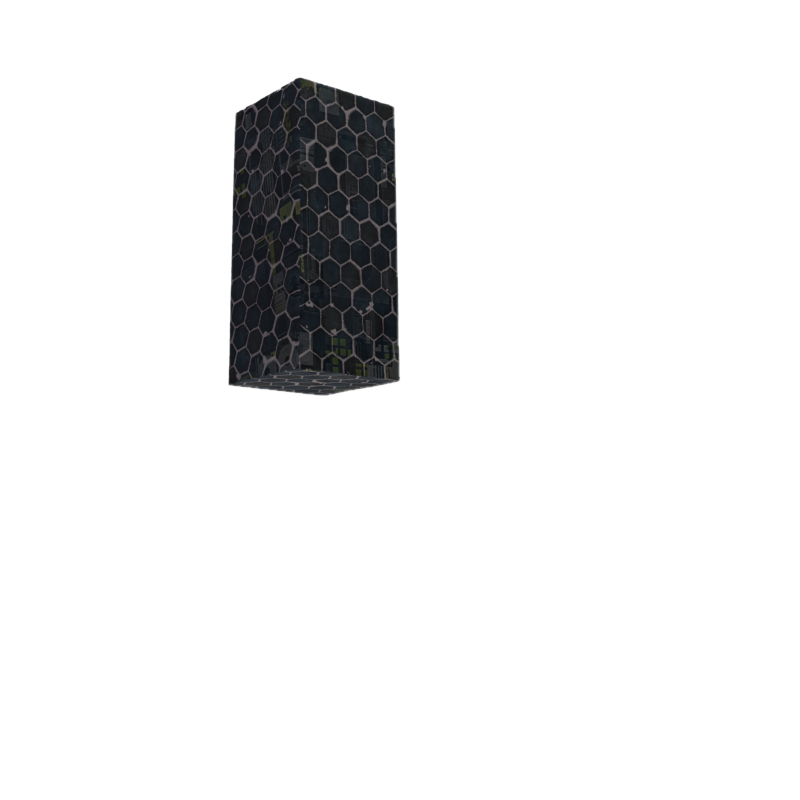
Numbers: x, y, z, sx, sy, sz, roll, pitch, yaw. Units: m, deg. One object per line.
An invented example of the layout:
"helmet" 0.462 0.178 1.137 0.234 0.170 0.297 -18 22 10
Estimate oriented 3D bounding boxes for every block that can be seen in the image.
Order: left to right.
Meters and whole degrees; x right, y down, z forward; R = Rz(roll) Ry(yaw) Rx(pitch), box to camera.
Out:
"block" -0.063 -0.115 0.803 0.086 0.214 0.091 11 -19 -38
